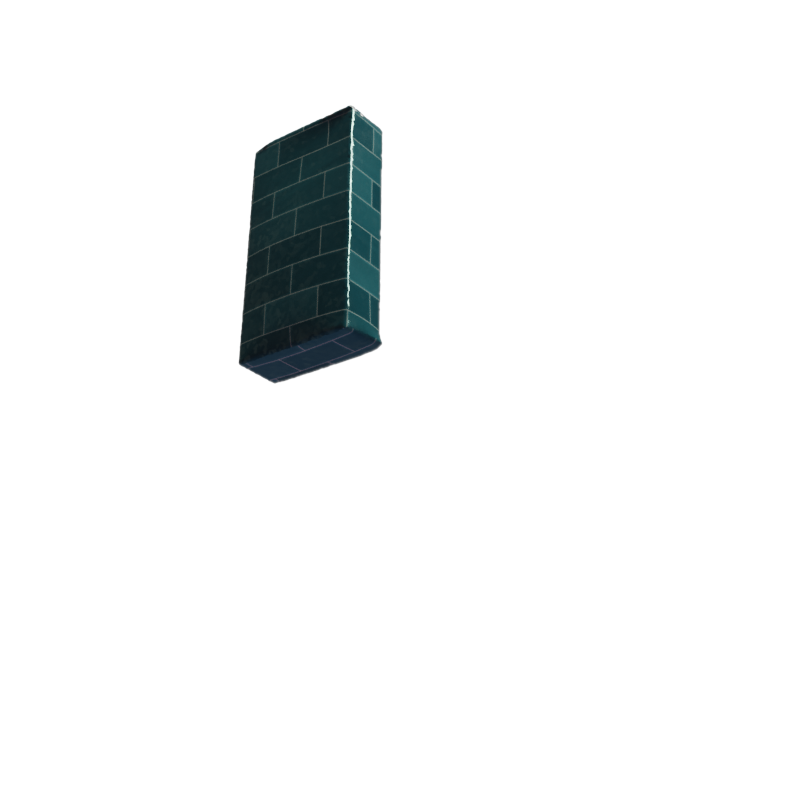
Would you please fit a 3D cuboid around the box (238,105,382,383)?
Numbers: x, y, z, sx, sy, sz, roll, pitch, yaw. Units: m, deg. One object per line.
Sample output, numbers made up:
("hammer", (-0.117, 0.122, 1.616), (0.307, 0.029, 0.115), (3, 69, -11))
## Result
("box", (-0.060, -0.108, 0.759), (0.094, 0.187, 0.045), (-20, -33, 31))
